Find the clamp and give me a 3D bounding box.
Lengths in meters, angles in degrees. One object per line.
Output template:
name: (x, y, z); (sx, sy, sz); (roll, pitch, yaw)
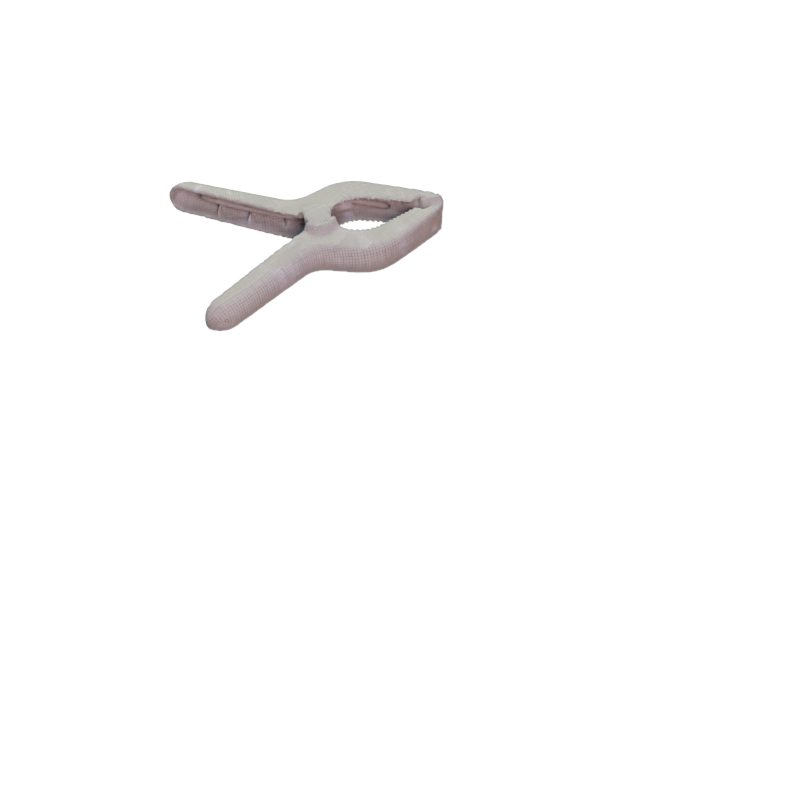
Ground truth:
clamp: (-0.066, -0.120, 0.839); (0.208, 0.034, 0.178); (-7, 44, -7)
